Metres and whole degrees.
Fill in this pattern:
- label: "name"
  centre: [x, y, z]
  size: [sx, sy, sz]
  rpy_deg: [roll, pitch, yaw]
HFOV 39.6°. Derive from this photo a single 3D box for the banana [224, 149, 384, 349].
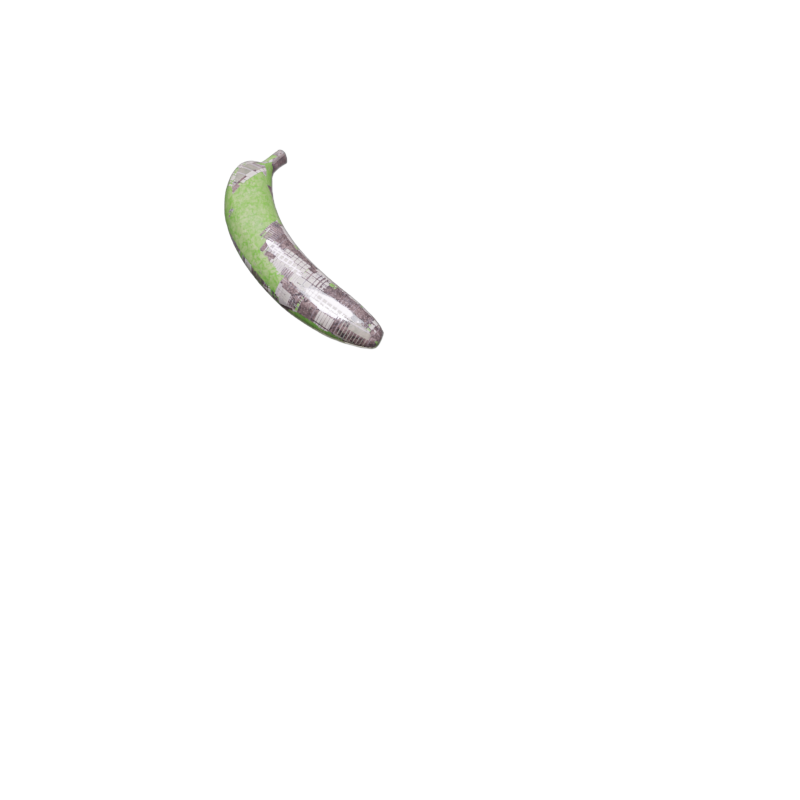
- label: "banana"
  centre: [-0.080, -0.109, 0.782]
  size: [0.069, 0.213, 0.034]
  rpy_deg: [-18, -34, -14]
